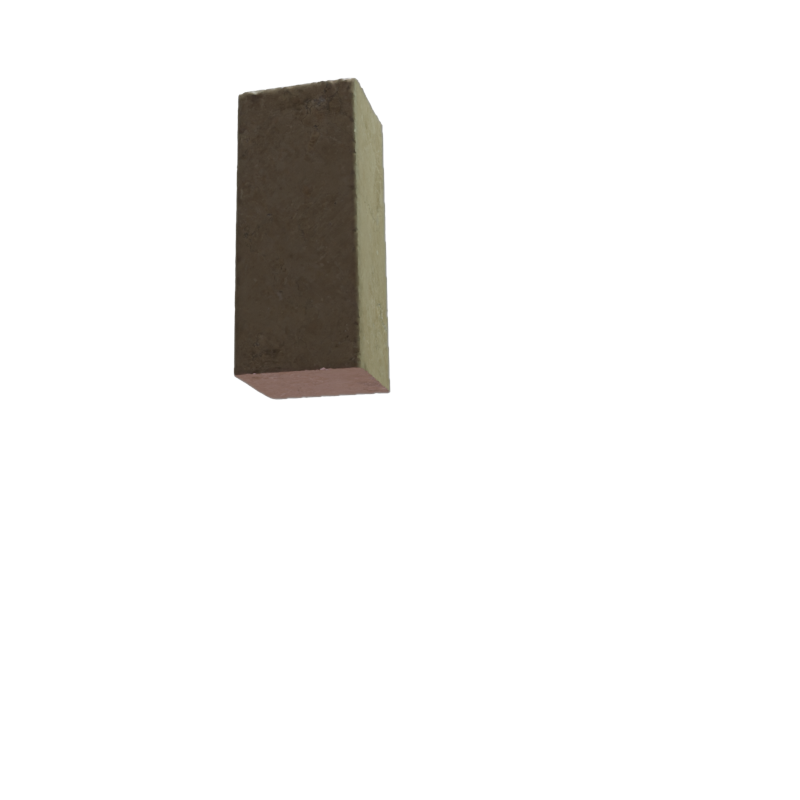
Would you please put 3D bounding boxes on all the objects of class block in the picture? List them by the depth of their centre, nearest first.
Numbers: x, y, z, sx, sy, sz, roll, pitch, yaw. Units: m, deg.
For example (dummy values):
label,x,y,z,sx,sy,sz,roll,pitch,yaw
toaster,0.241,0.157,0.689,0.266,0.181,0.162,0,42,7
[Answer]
label,x,y,z,sx,sy,sz,roll,pitch,yaw
block,-0.062,-0.113,0.788,0.092,0.215,0.085,-5,-18,13
